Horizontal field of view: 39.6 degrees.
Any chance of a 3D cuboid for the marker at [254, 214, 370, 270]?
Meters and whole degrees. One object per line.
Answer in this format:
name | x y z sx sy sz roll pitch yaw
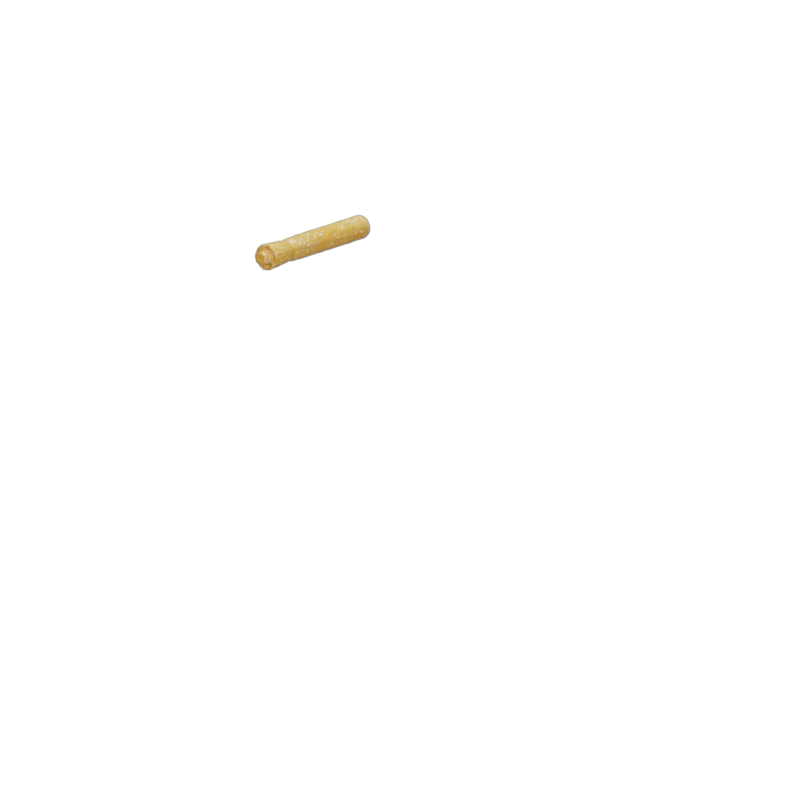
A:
marker | -0.062 -0.114 0.797 0.020 0.019 0.120 3 19 34
